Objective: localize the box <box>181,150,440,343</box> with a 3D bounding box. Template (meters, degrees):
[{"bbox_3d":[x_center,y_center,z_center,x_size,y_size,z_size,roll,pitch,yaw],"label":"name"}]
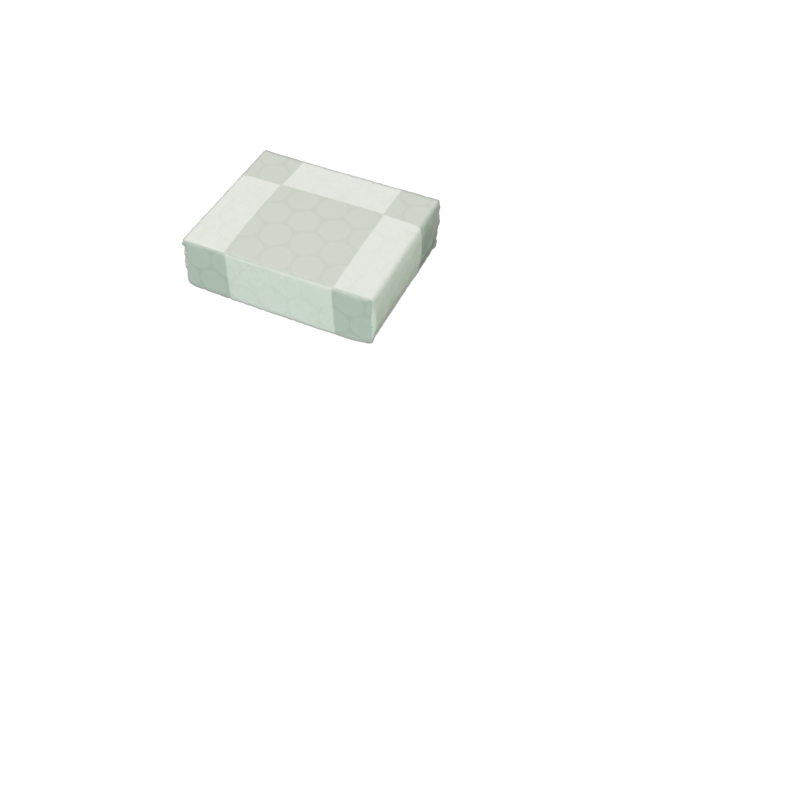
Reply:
[{"bbox_3d":[-0.047,-0.086,0.601,0.118,0.036,0.093,20,49,17],"label":"box"}]
